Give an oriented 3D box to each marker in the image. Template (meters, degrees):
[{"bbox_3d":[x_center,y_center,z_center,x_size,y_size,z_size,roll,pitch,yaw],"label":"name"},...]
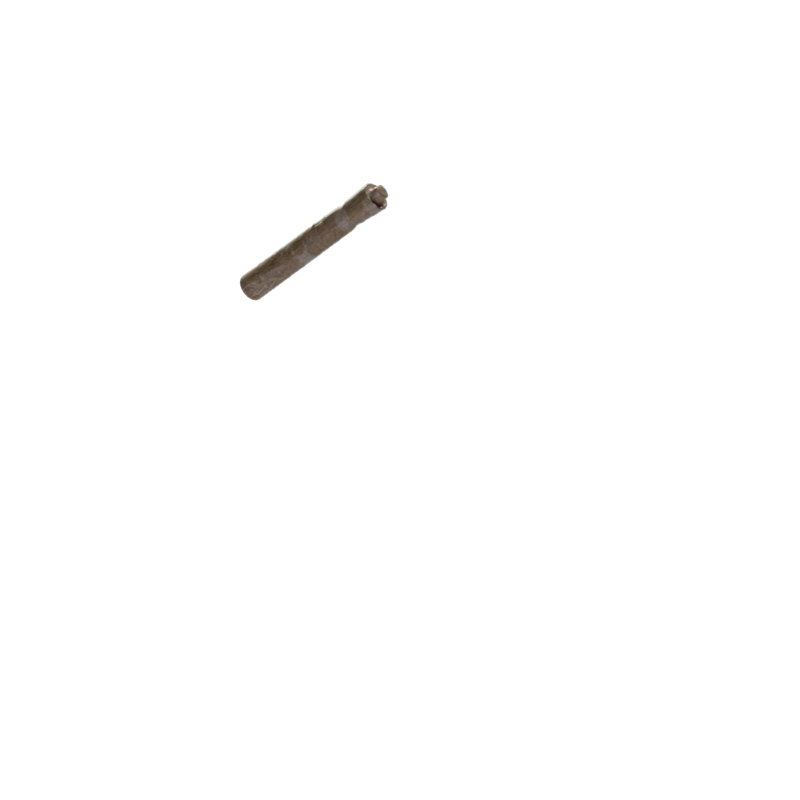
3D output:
[{"bbox_3d":[-0.054,-0.098,0.685,0.120,0.021,0.019,-31,-15,33],"label":"marker"}]
